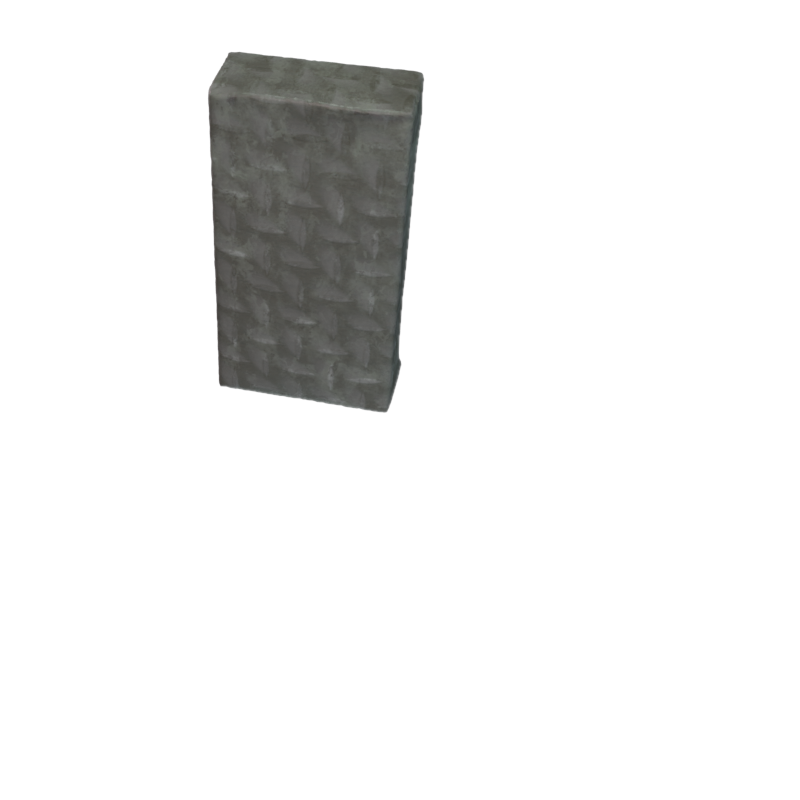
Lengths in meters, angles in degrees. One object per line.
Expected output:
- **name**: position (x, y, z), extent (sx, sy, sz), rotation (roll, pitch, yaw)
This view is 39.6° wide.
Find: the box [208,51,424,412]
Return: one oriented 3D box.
- **box**: position (-0.042, -0.076, 0.536), extent (0.095, 0.164, 0.051), rotation (9, 42, 7)
